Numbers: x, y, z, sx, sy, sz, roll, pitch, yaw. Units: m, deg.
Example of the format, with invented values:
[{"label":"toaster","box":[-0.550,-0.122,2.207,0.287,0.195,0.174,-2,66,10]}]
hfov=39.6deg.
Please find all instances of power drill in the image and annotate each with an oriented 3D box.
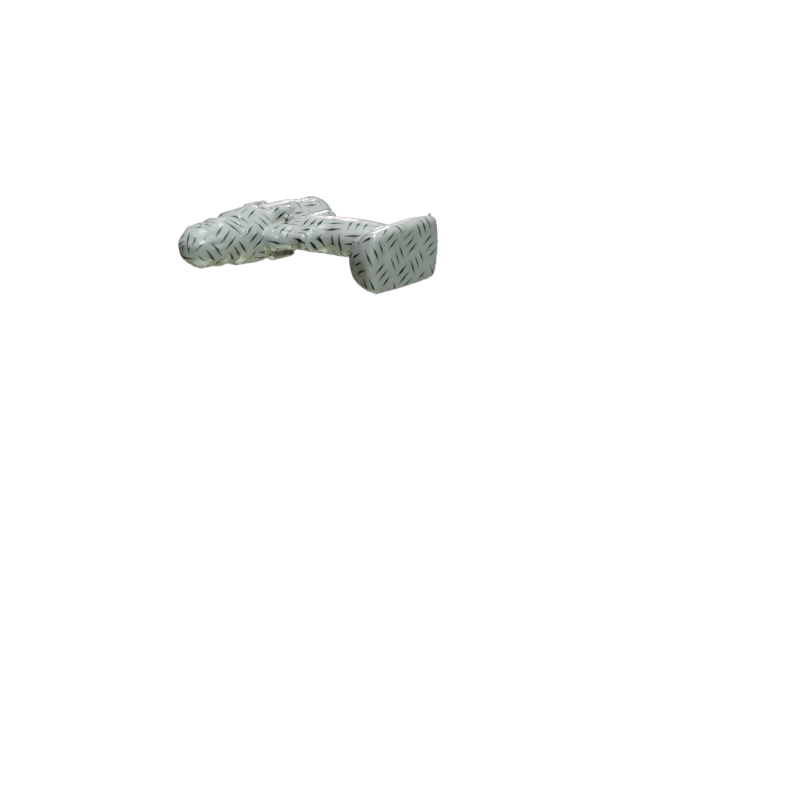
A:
[{"label":"power drill","box":[-0.077,-0.140,0.979,0.198,0.055,0.182,16,27,35]}]
